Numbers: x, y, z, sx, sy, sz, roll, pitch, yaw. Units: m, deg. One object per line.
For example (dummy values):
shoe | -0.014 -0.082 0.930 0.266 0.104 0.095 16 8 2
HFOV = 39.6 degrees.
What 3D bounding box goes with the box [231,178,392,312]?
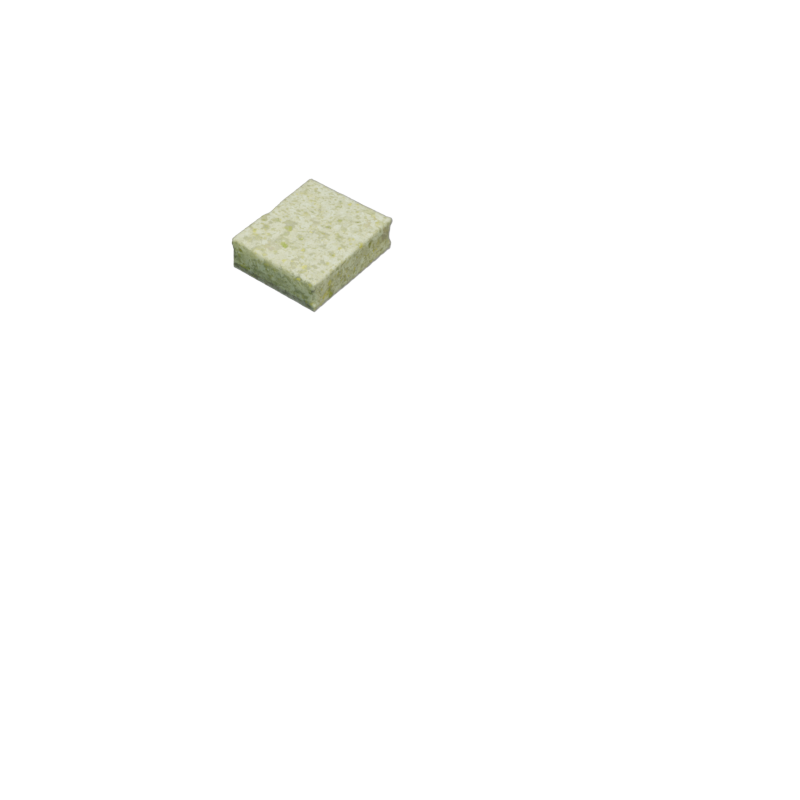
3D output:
box | -0.060 -0.109 0.762 0.077 0.028 0.091 29 52 25
